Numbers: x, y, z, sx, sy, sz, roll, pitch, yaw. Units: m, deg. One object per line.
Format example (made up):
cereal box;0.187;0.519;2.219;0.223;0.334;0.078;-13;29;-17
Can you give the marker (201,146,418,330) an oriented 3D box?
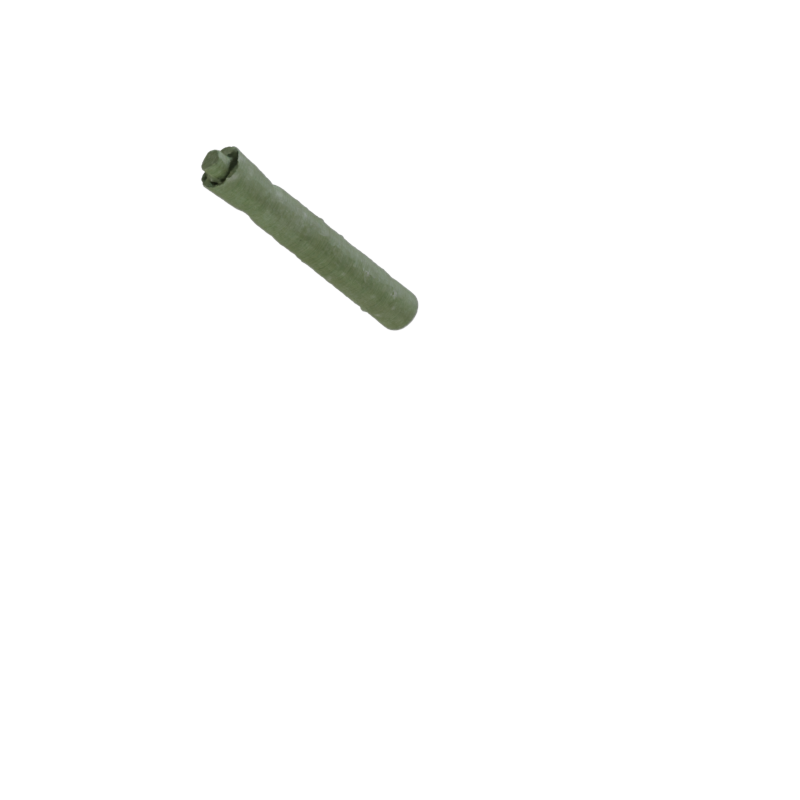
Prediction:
marker;-0.034;-0.063;0.438;0.021;0.020;0.112;3;-24;45
